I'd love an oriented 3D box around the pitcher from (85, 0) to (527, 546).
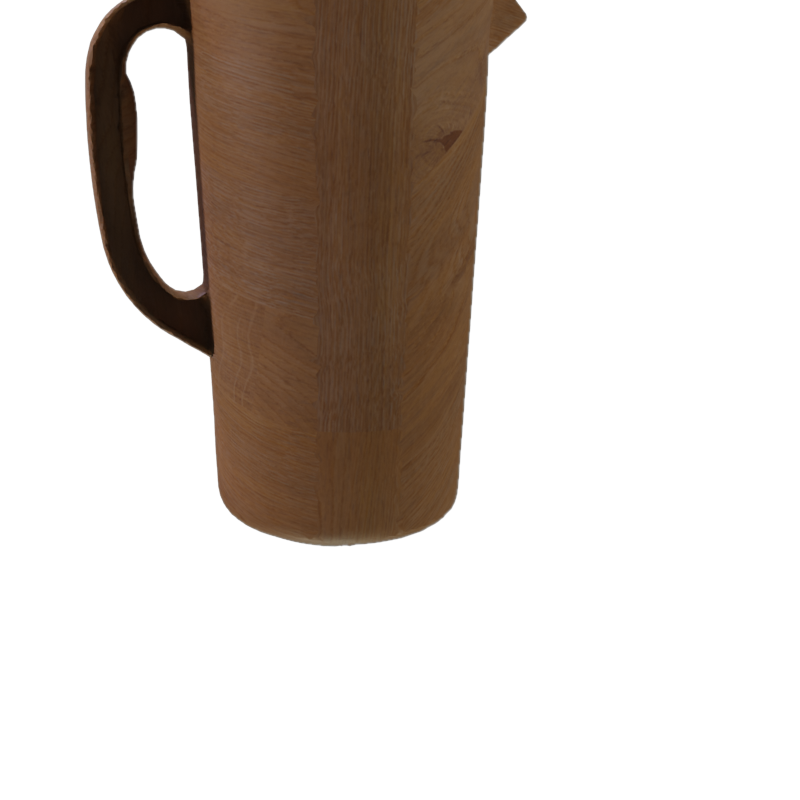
[{"bbox_3d":[-0.038,-0.069,0.481,0.155,0.237,0.143,6,12,28],"label":"pitcher"}]
